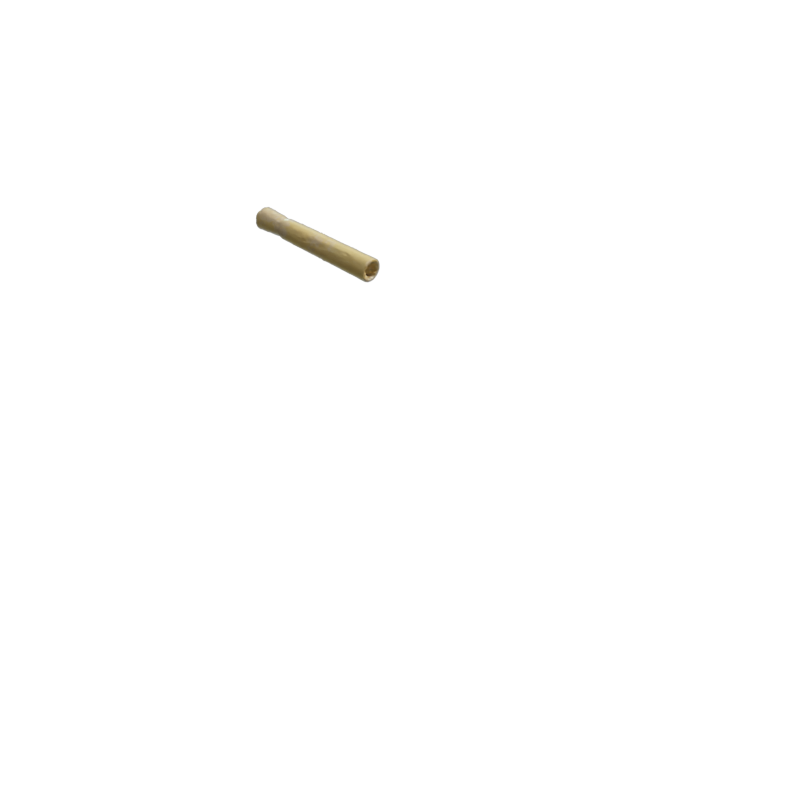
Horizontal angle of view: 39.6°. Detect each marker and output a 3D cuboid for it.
[{"bbox_3d":[-0.066,-0.120,0.842,0.129,0.019,0.019,30,22,36],"label":"marker"}]
